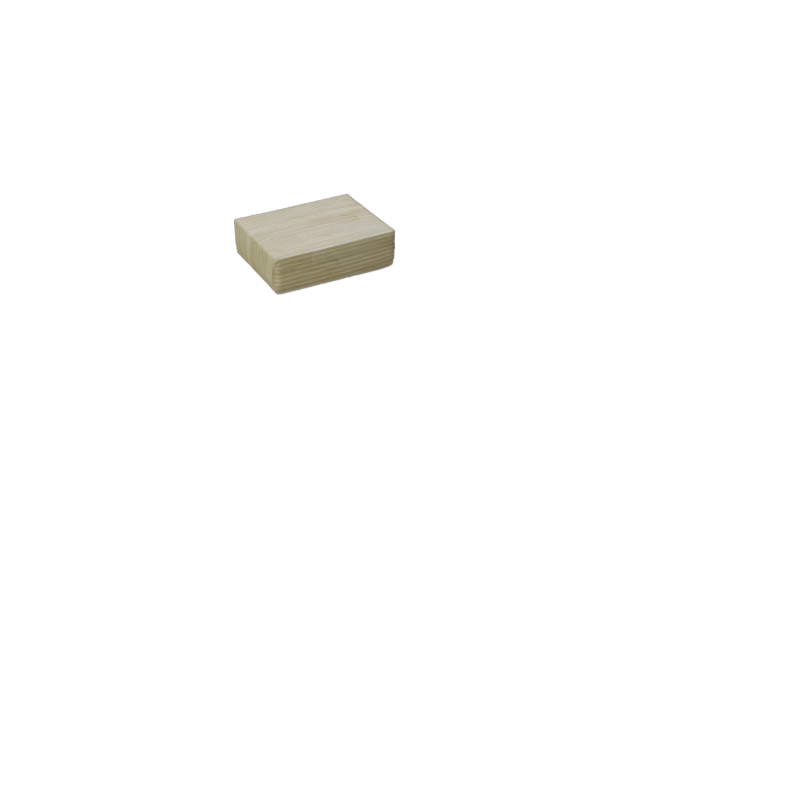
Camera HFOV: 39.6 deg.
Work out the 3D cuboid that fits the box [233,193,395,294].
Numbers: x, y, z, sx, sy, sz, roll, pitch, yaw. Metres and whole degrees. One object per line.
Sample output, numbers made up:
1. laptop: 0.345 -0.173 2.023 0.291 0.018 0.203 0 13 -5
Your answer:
1. box: -0.074 -0.134 0.942 0.112 0.037 0.097 -15 35 -23
